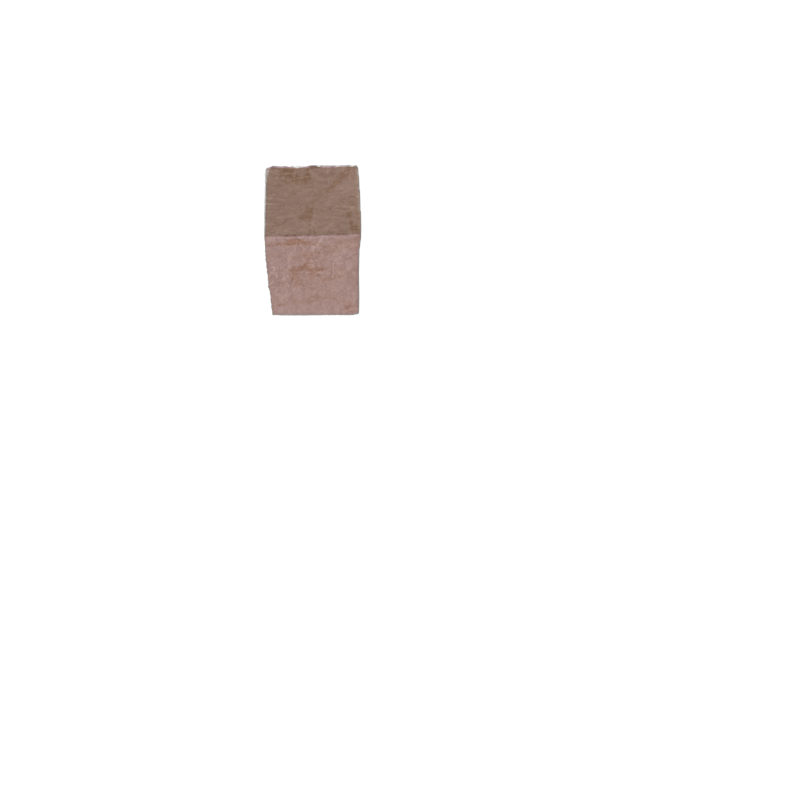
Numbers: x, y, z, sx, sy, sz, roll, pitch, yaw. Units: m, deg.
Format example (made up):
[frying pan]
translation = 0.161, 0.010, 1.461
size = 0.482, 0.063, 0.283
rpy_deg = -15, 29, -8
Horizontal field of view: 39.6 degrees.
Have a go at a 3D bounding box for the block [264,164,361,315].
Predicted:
[block]
translation = -0.049, -0.089, 0.626
size = 0.053, 0.055, 0.073
rpy_deg = 0, -33, -2
